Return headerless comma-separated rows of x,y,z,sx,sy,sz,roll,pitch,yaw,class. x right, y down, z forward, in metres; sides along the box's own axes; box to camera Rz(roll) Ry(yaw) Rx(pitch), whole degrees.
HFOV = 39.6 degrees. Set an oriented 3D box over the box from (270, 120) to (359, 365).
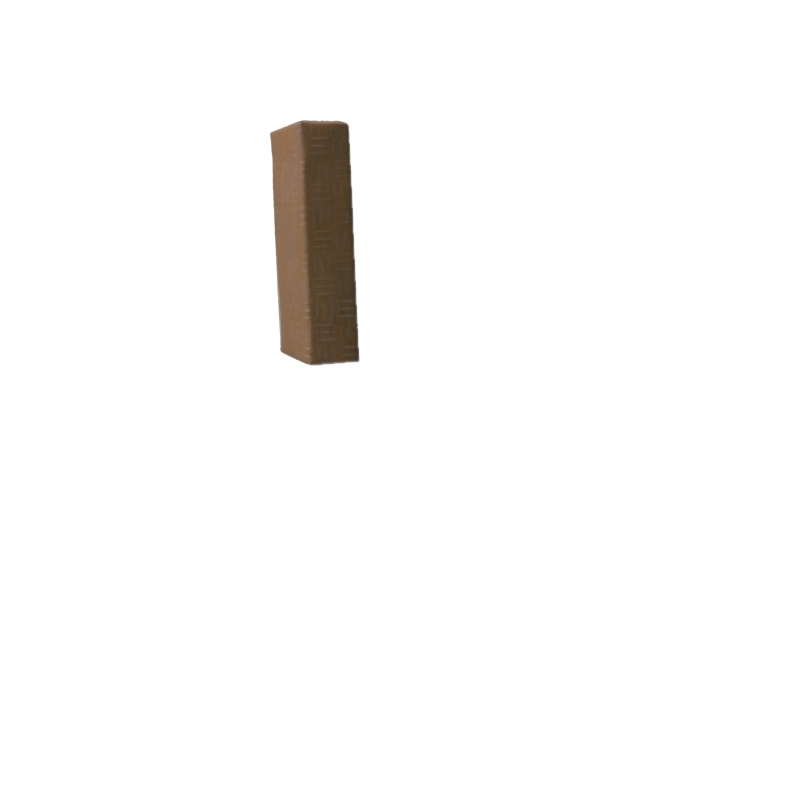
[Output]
-0.065,-0.120,0.837,0.047,0.176,0.096,0,3,-19,box
